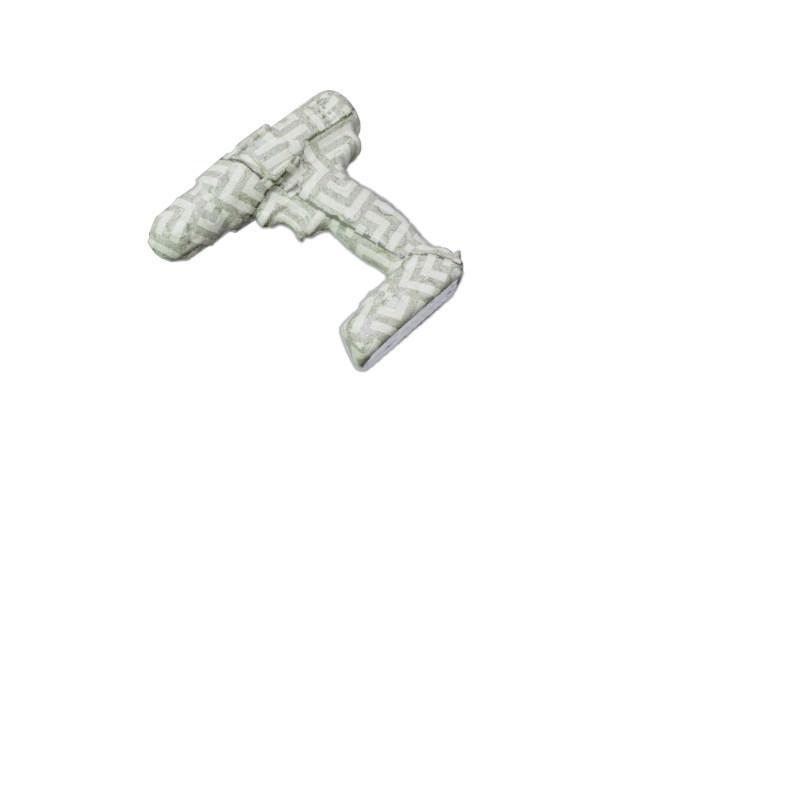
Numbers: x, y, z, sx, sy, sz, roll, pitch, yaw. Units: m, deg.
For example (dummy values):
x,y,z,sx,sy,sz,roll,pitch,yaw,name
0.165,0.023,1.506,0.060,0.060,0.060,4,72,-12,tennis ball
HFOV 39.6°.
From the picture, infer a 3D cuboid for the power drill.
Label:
x,y,z,sx,sy,sz,roll,pitch,yaw,name
-0.062,-0.114,0.798,0.185,0.195,0.055,-39,-14,-12,power drill
